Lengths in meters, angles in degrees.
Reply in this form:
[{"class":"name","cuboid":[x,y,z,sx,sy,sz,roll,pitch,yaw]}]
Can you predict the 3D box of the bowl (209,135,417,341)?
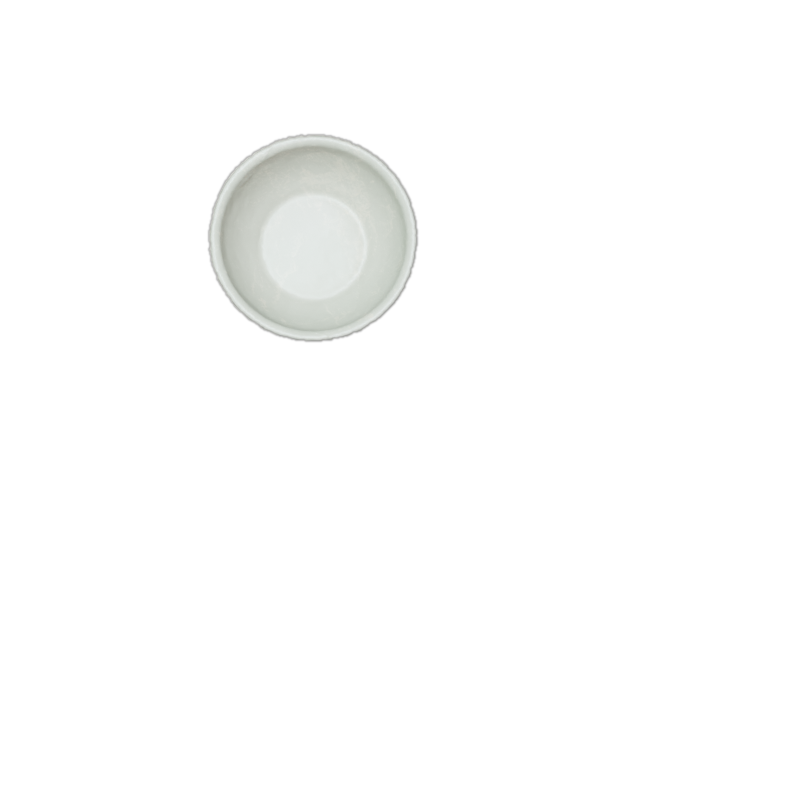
[{"class":"bowl","cuboid":[-0.069,-0.126,0.883,0.162,0.165,0.054,0,-8,0]}]
